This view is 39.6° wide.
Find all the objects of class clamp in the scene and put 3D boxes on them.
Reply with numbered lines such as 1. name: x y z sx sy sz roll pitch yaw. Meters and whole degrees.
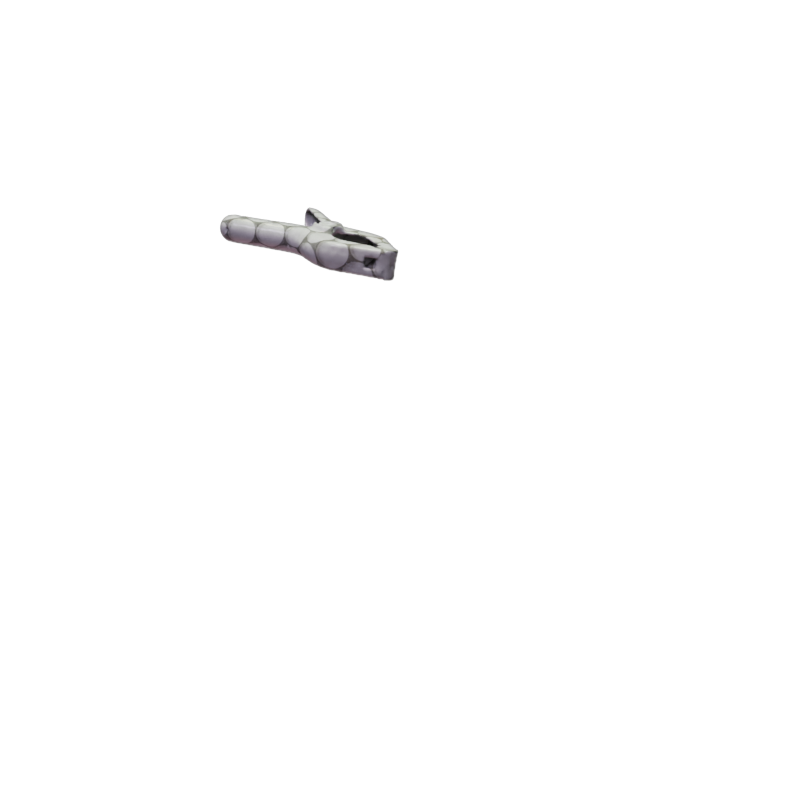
1. clamp: -0.078 -0.142 0.993 0.118 0.038 0.182 -15 27 -34
